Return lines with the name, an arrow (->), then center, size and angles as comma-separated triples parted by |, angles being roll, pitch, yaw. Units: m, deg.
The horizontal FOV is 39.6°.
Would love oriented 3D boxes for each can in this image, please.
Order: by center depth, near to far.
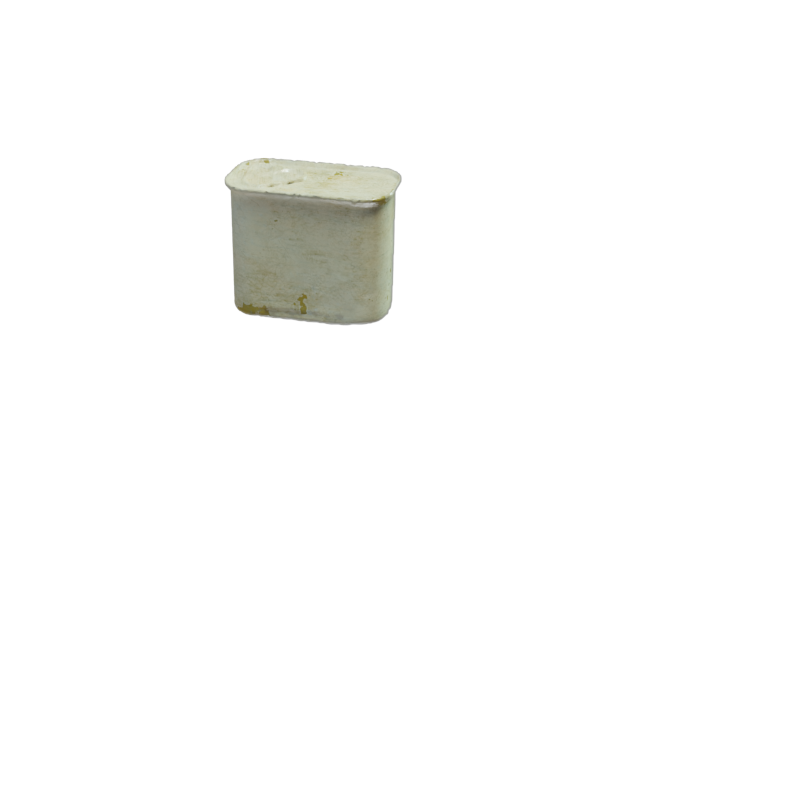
can -> -0.053, -0.096, 0.669 | 0.104, 0.079, 0.059 | 7, 27, 12
